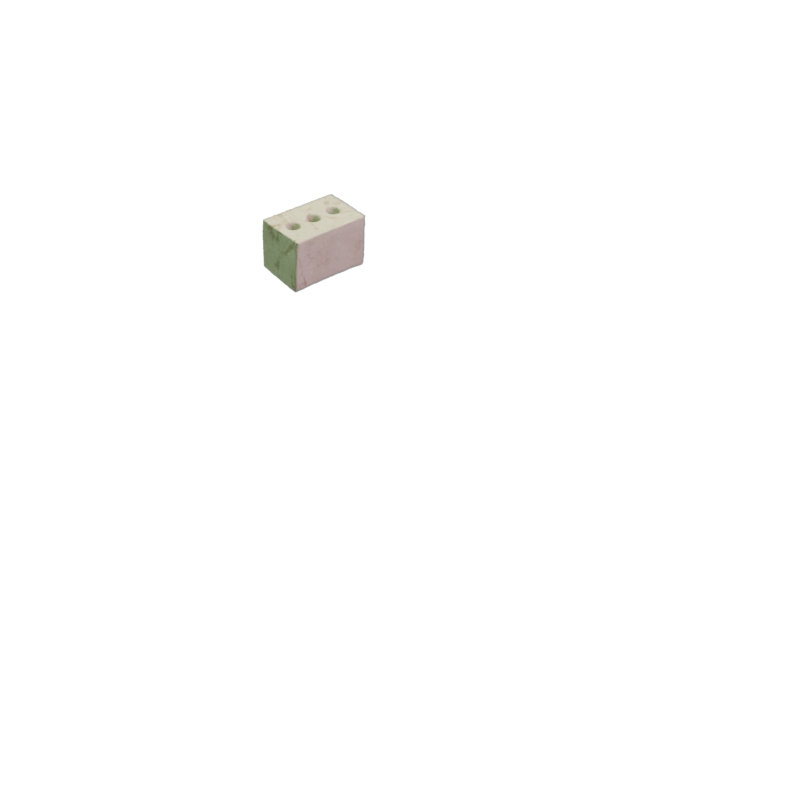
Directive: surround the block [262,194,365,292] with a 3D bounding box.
[{"bbox_3d":[-0.077,-0.141,0.985,0.077,0.048,0.057,-26,45,-31],"label":"block"}]
